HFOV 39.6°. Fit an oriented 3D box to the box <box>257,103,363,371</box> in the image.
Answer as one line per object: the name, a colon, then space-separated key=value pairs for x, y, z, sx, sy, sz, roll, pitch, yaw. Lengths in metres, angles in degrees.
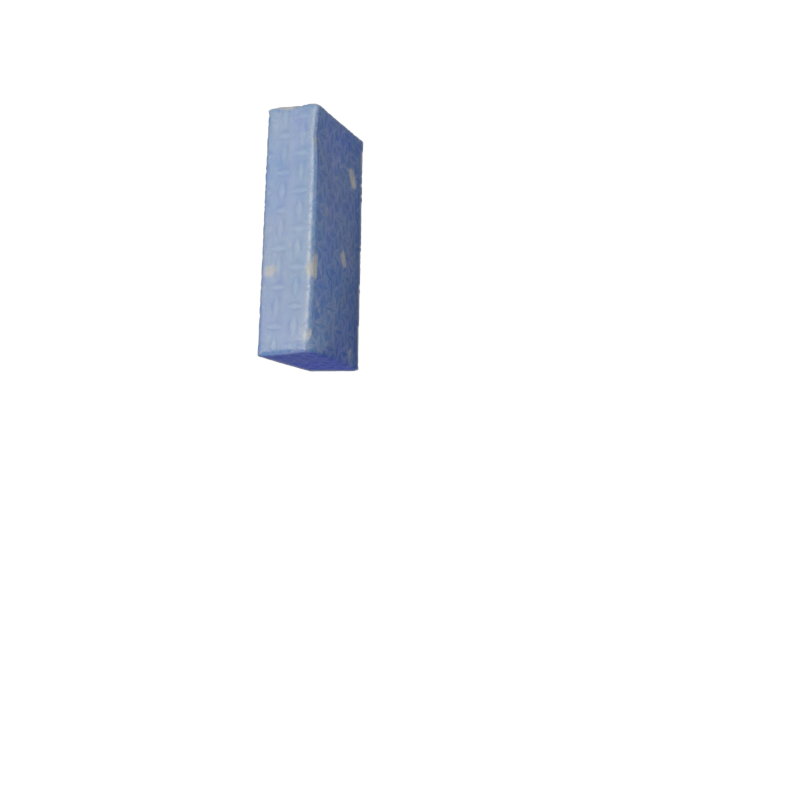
box: x=-0.062 y=-0.113 z=0.794 sx=0.049 sy=0.182 sz=0.088 roll=-6 pitch=-14 yaw=20
